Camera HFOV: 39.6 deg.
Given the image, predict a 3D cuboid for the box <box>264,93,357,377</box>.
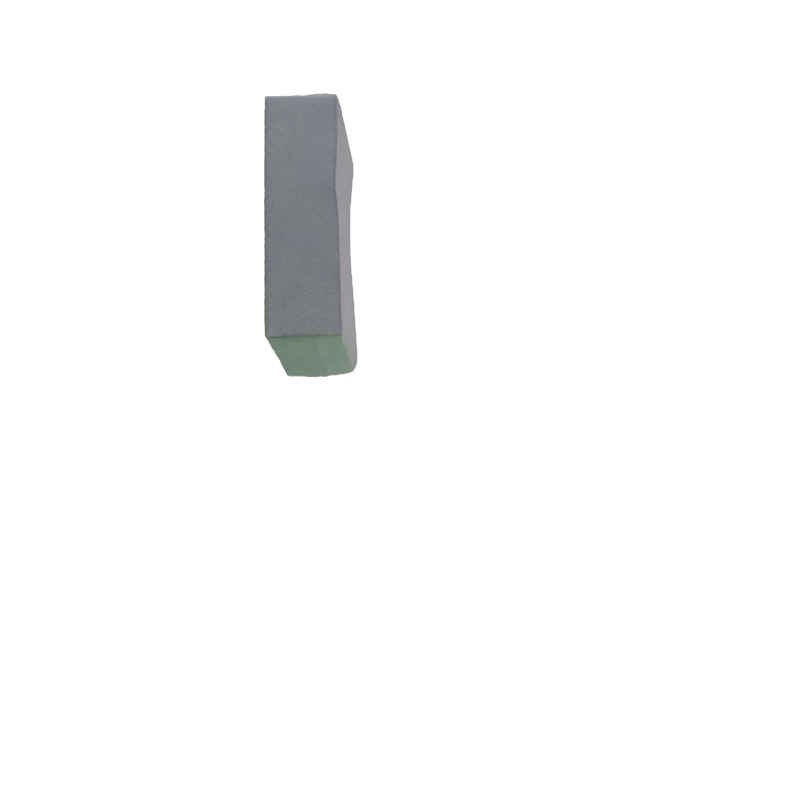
[{"bbox_3d":[-0.077,-0.140,0.982,0.072,0.222,0.157,-2,-15,2],"label":"box"}]
